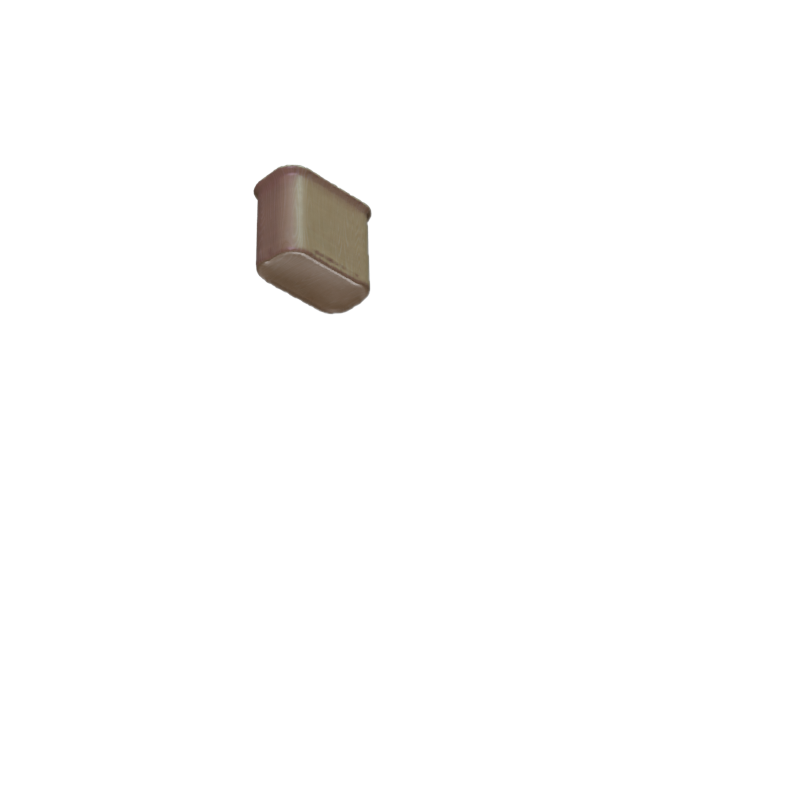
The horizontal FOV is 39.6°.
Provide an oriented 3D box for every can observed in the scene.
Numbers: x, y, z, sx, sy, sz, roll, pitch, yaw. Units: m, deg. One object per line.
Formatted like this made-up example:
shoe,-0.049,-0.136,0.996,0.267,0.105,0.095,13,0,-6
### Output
can,-0.070,-0.128,0.895,0.095,0.090,0.057,27,-43,-37
